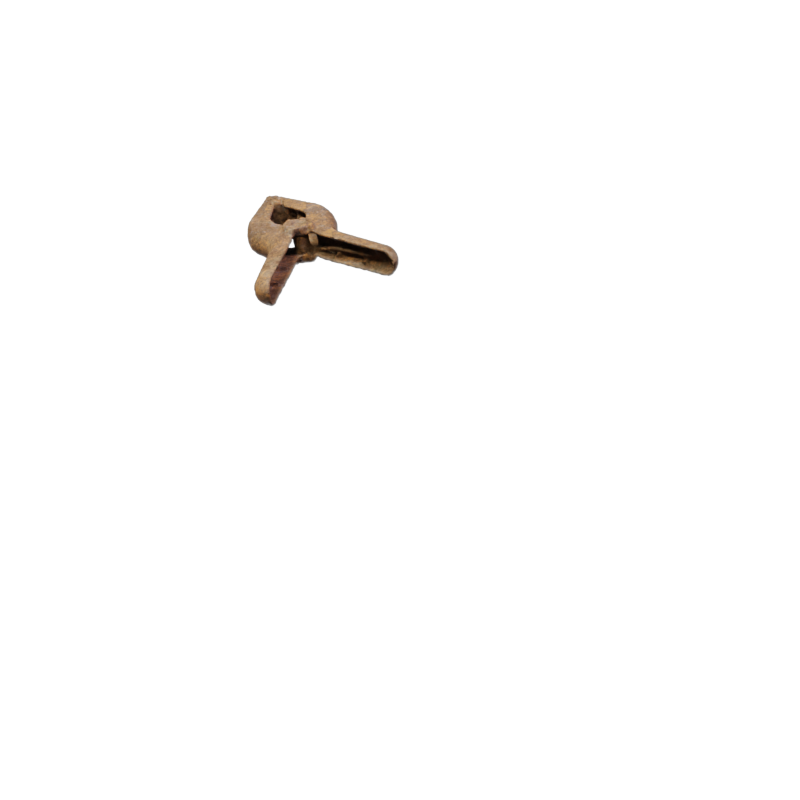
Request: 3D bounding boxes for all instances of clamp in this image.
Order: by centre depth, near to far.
[{"bbox_3d":[-0.074,-0.136,0.951,0.119,0.037,0.184,-7,33,-11],"label":"clamp"}]
